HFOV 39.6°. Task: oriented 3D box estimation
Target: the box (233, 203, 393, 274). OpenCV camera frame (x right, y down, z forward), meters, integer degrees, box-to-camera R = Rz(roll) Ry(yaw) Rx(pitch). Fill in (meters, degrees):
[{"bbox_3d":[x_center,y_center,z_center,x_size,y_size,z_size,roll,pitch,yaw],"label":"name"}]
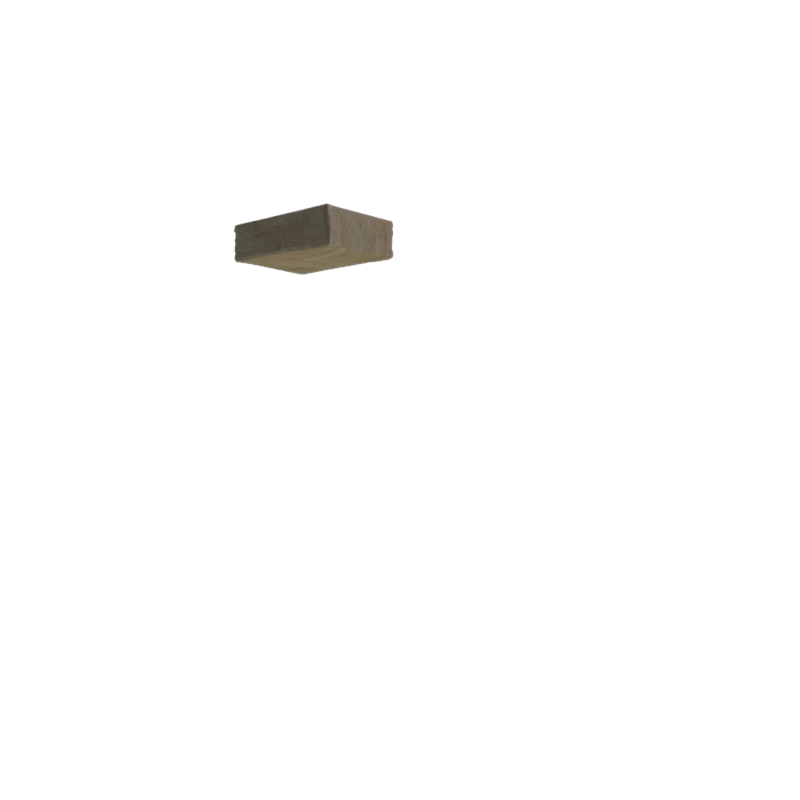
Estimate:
[{"bbox_3d":[-0.076,-0.139,0.973,0.117,0.040,0.086,-3,-5,39],"label":"box"}]
